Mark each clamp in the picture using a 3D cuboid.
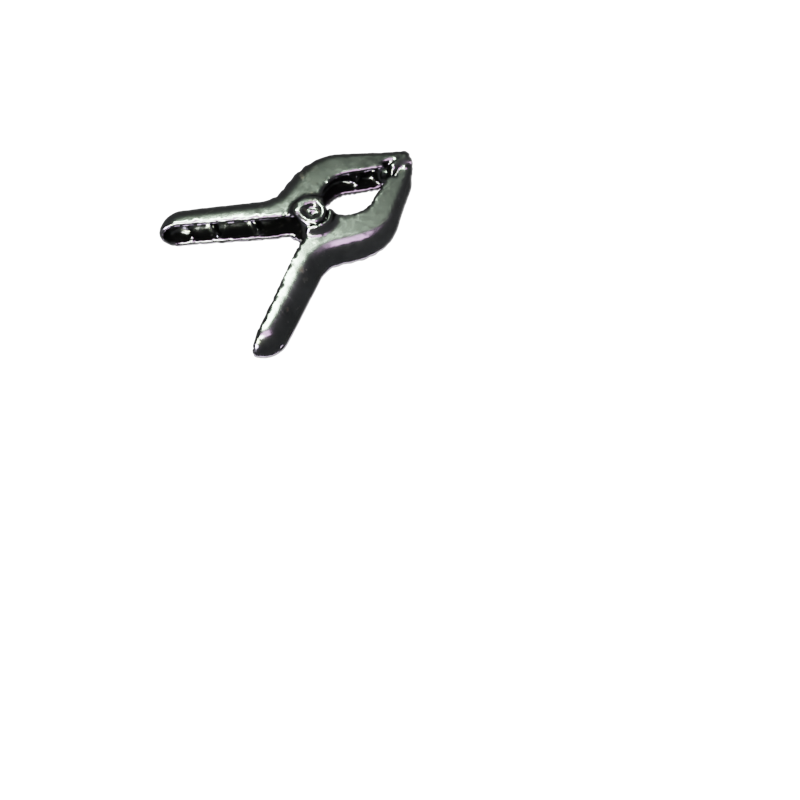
[{"bbox_3d":[-0.056,-0.102,0.716,0.171,0.127,0.037,-27,-22,-12],"label":"clamp"}]
